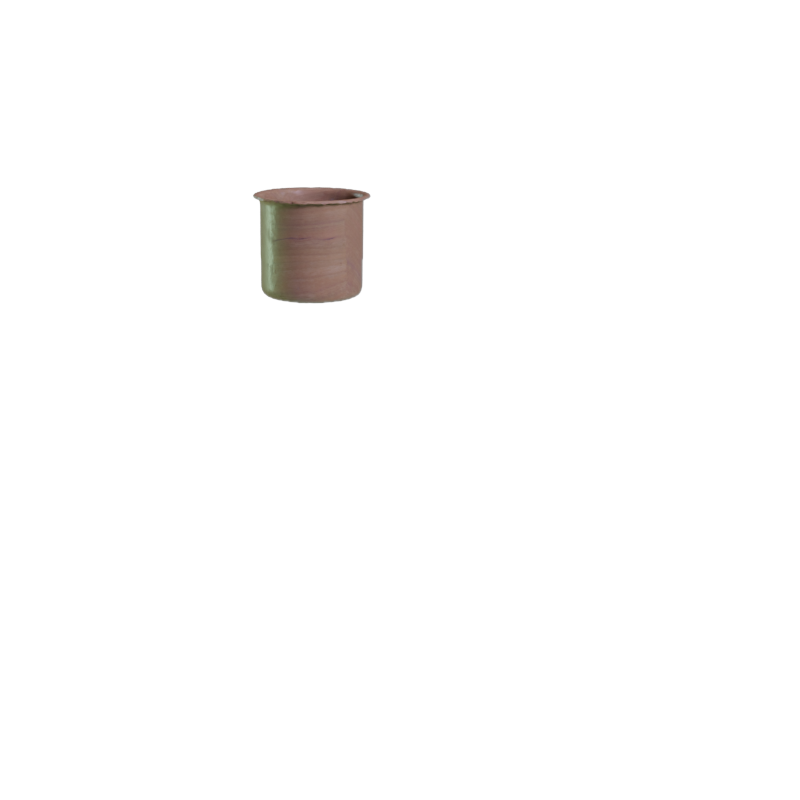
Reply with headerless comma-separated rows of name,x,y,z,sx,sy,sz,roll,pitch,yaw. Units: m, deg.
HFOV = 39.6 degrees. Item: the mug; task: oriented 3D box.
mug,-0.070,-0.128,0.897,0.094,0.079,0.120,1,15,3
